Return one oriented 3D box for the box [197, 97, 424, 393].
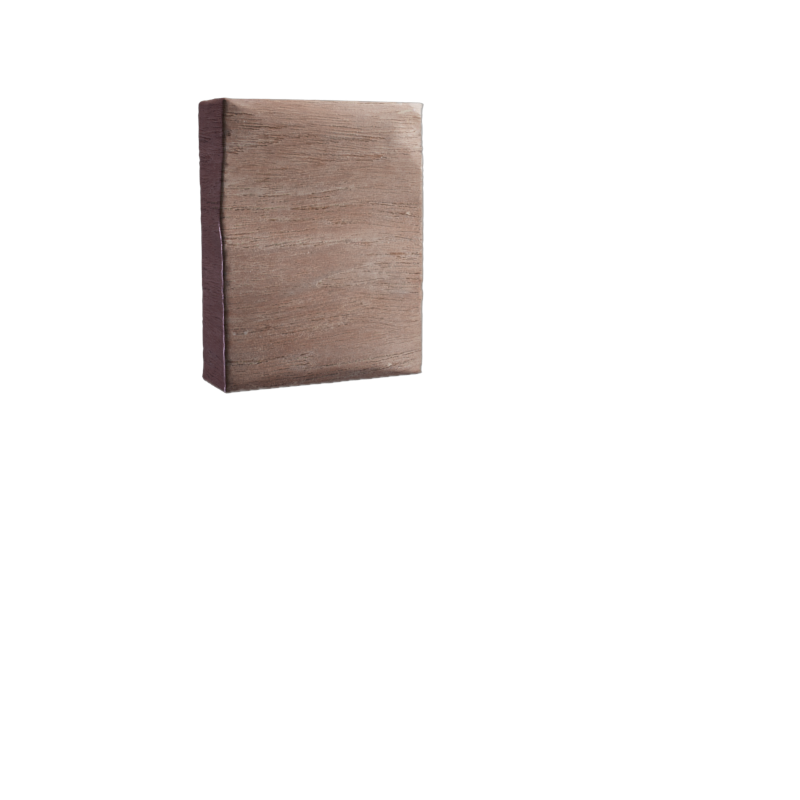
[{"bbox_3d":[-0.066,-0.120,0.842,0.160,0.211,0.075,-3,6,-23],"label":"box"}]
